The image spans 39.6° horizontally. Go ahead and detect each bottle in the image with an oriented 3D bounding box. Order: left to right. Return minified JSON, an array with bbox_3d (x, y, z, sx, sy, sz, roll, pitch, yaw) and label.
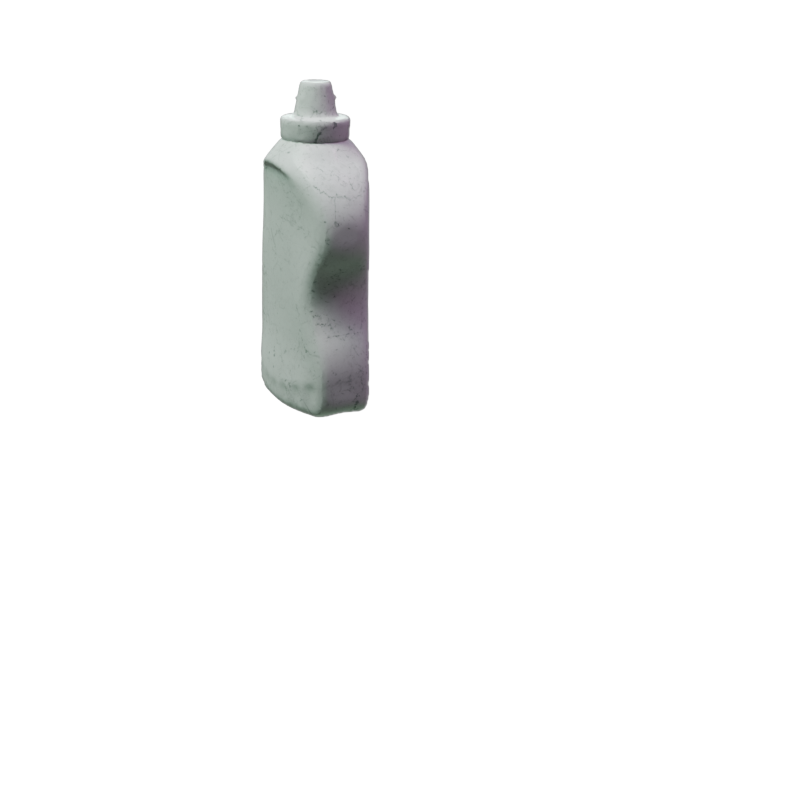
[{"bbox_3d":[-0.051,-0.095,0.663,0.057,0.185,0.102,-6,18,-23],"label":"bottle"}]
